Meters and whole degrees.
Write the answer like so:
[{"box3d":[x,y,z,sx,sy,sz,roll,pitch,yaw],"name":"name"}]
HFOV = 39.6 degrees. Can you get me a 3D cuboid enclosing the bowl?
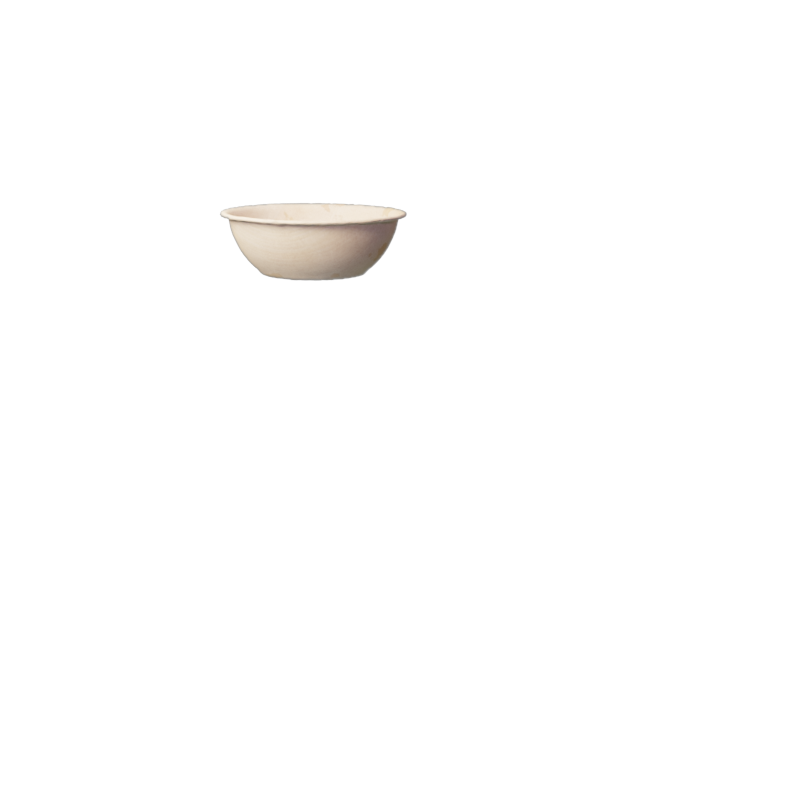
[{"box3d":[-0.075,-0.137,0.961,0.162,0.054,0.166,0,14,-2],"name":"bowl"}]
